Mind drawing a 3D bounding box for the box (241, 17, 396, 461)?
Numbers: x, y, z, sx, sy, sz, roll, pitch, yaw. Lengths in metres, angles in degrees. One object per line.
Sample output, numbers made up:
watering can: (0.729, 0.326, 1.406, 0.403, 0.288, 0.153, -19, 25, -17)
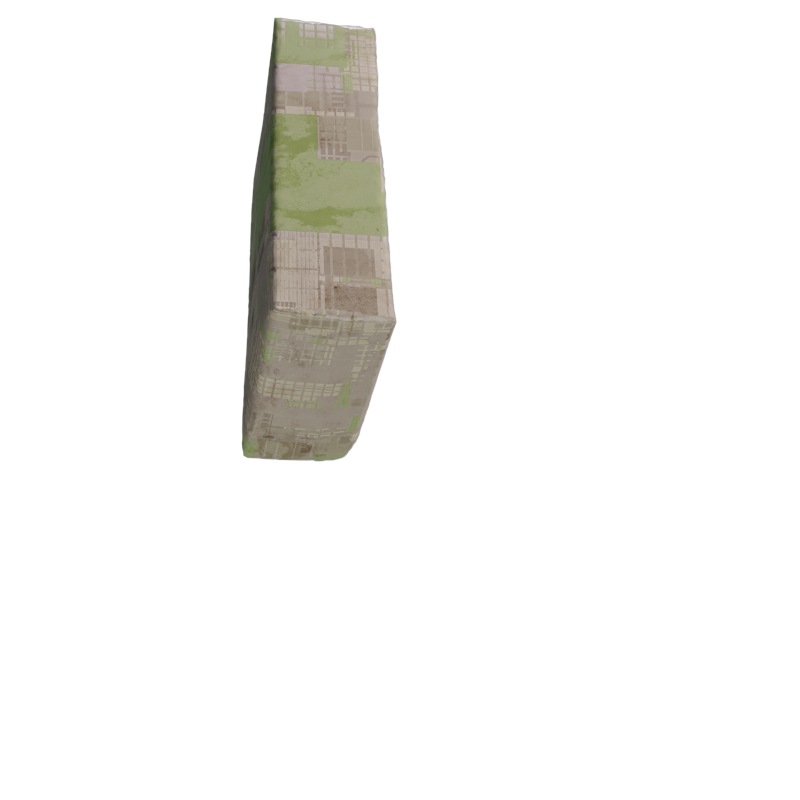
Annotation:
box: (-0.052, -0.095, 0.664, 0.071, 0.229, 0.155, 4, -34, -10)
